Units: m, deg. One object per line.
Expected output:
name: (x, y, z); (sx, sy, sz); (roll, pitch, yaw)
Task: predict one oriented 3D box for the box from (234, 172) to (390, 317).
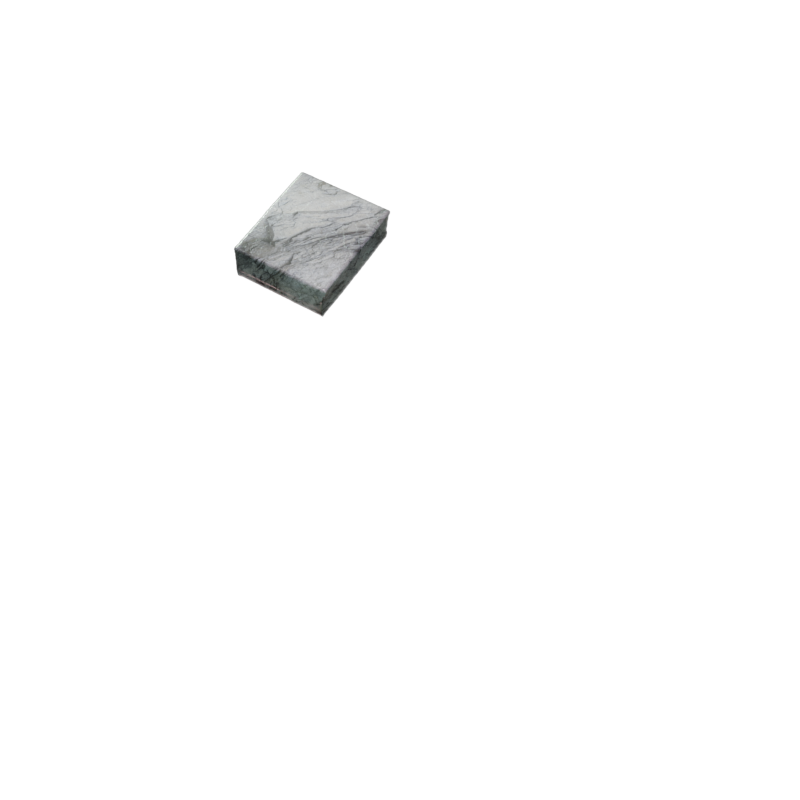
box: (-0.074, -0.135, 0.946); (0.093, 0.117, 0.036); (24, -34, 17)
